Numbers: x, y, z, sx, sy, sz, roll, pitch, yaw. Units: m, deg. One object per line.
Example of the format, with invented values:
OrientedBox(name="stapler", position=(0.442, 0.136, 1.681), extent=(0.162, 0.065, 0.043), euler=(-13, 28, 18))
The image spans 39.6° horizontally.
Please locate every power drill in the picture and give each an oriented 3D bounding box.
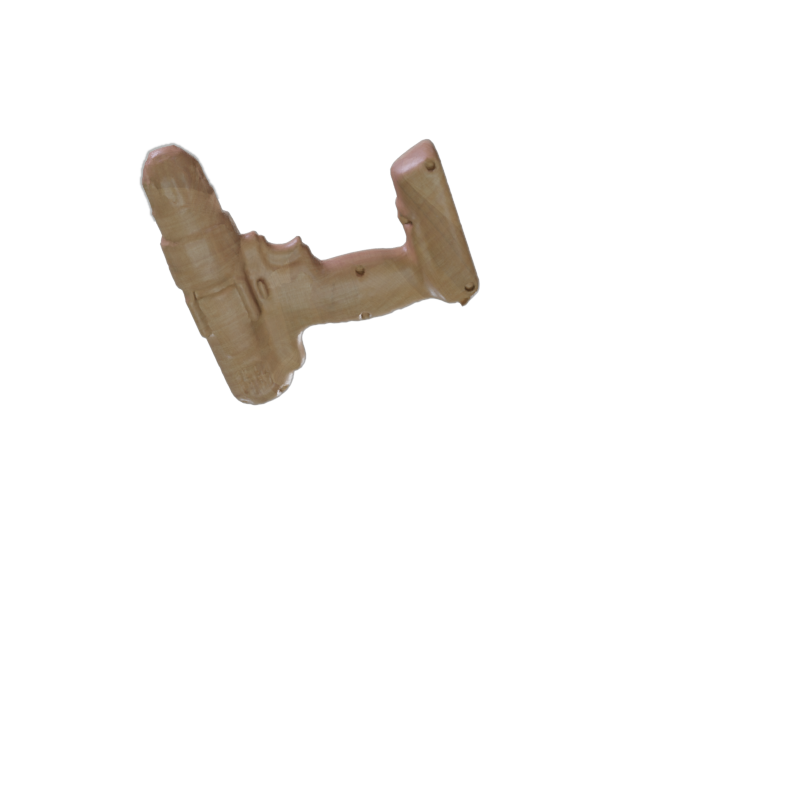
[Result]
OrientedBox(name="power drill", position=(-0.056, -0.102, 0.714), extent=(0.188, 0.175, 0.060), euler=(-18, 23, 7))
